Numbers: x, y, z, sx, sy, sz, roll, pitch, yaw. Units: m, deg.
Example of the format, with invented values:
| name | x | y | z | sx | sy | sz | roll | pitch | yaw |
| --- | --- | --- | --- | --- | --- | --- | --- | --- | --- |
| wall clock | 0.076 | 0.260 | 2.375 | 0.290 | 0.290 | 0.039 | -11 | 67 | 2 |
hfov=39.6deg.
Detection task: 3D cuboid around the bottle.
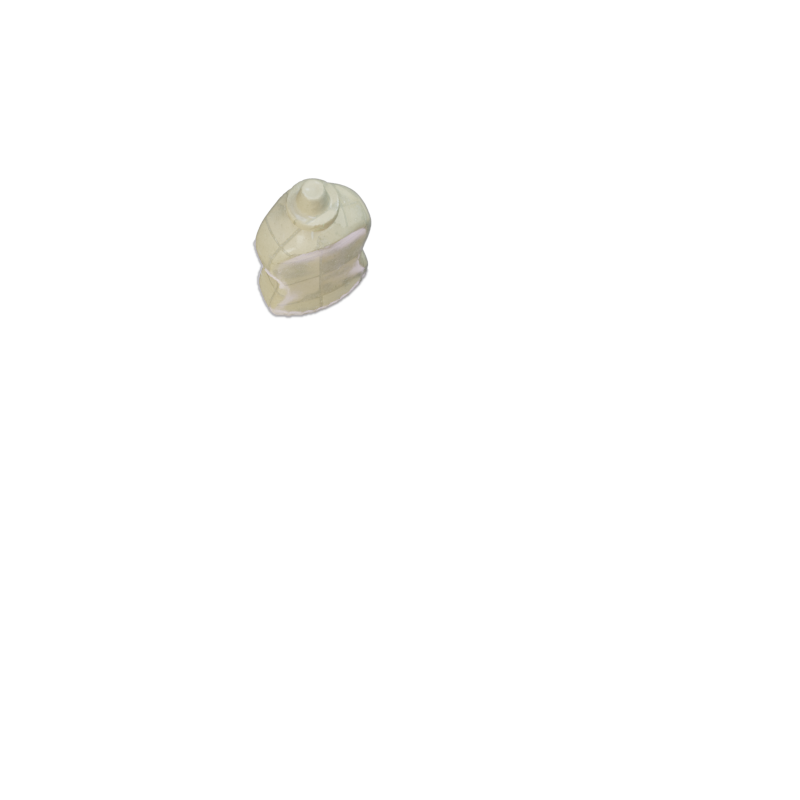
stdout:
| name | x | y | z | sx | sy | sz | roll | pitch | yaw |
| --- | --- | --- | --- | --- | --- | --- | --- | --- | --- |
| bottle | -0.071 | -0.130 | 0.908 | 0.096 | 0.061 | 0.184 | -22 | -14 | -10 |
